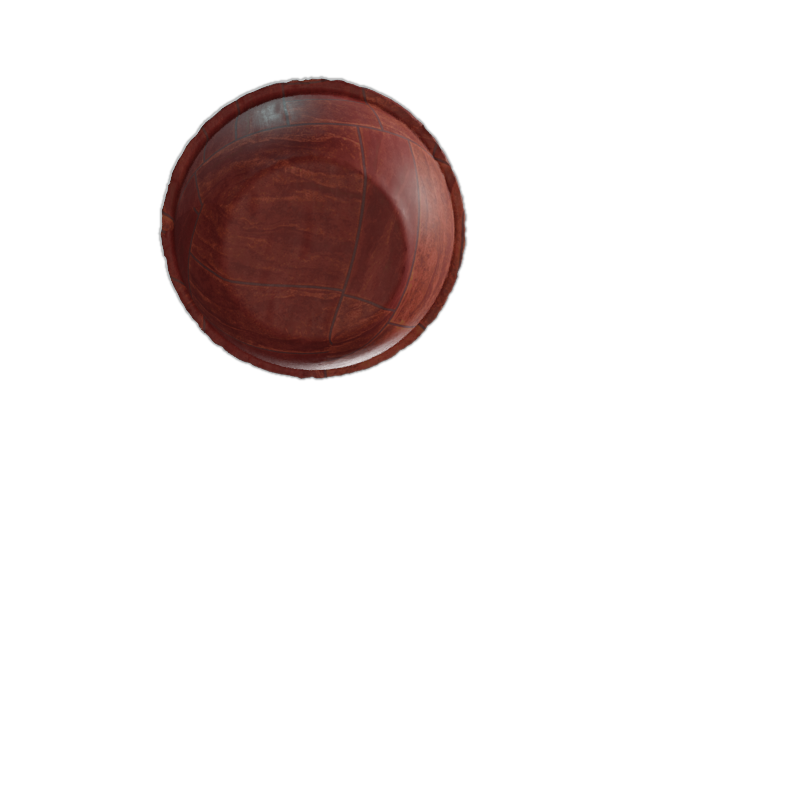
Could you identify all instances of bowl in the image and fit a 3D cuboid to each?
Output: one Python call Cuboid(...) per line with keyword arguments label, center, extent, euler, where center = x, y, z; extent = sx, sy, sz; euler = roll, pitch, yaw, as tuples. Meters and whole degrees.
Cuboid(label="bowl", center=(-0.044, -0.080, 0.561), extent=(0.162, 0.158, 0.057), euler=(0, 12, -1))
